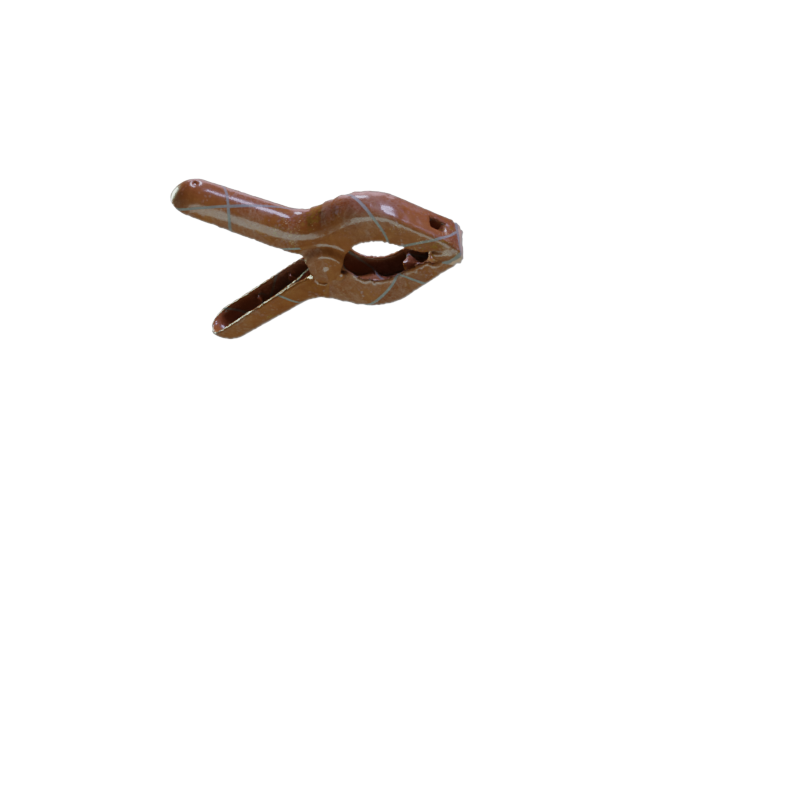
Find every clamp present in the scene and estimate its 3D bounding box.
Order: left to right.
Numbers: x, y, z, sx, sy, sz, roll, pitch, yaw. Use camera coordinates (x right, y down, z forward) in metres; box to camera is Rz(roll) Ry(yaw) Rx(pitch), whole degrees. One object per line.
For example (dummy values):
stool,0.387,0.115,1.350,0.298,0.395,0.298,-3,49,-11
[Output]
clamp,-0.052,-0.094,0.662,0.173,0.042,0.111,-11,-42,13
